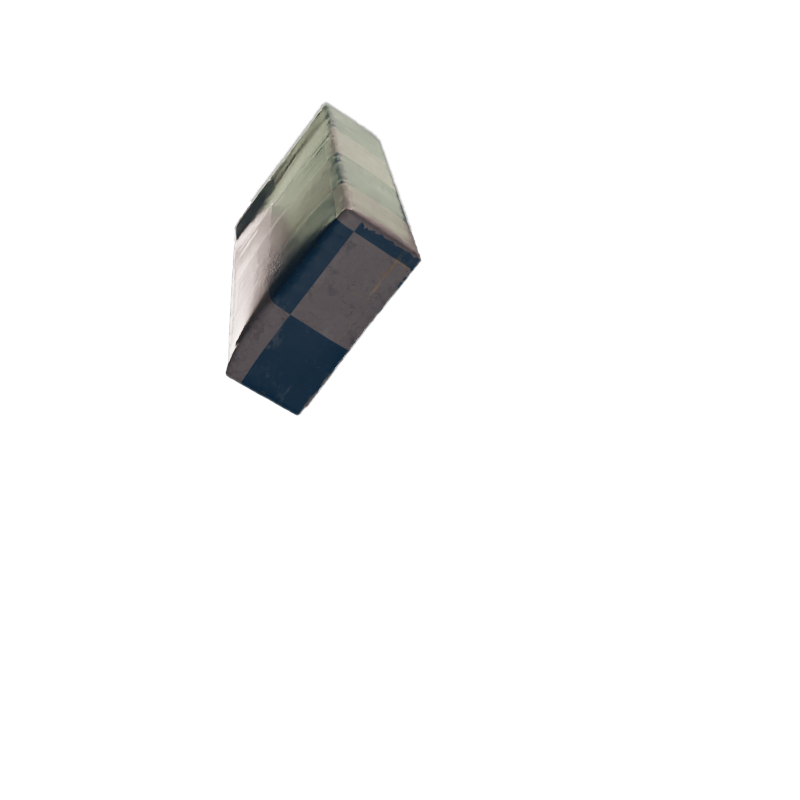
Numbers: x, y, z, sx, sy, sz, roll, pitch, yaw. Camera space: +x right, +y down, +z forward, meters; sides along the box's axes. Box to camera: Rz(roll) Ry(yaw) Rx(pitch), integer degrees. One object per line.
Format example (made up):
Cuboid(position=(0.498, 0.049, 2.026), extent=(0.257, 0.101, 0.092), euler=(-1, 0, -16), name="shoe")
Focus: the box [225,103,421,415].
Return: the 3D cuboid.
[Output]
Cuboid(position=(-0.042, -0.077, 0.542), extent=(0.046, 0.092, 0.186), euler=(33, 20, -19), name="box")
